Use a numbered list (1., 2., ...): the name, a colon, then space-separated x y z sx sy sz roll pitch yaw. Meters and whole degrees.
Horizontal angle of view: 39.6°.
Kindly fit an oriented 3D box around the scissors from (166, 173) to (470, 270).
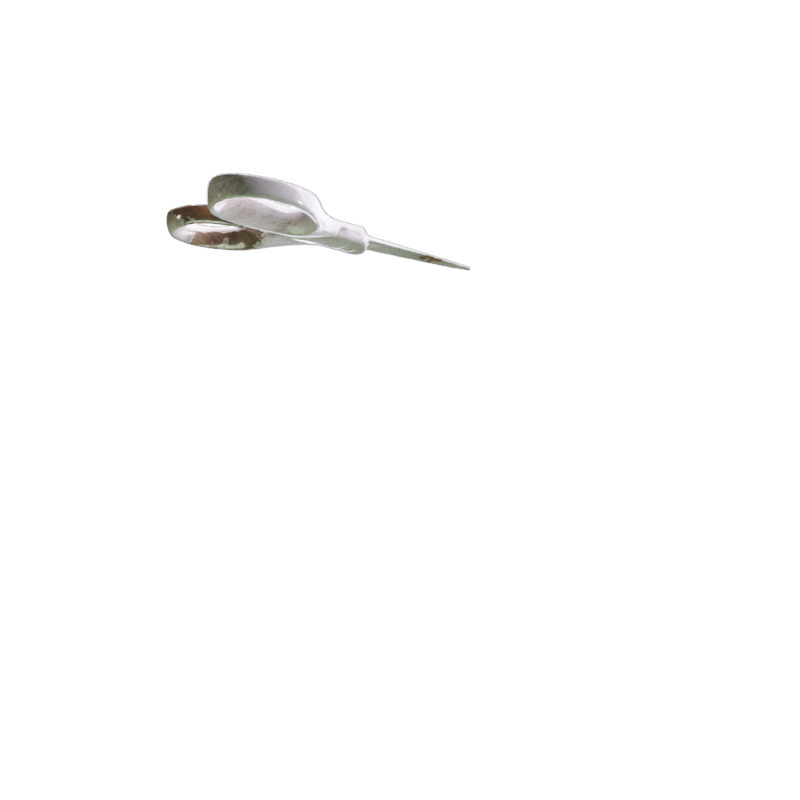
1. scissors: -0.049 -0.090 0.632 0.098 0.016 0.190 -7 -12 33
